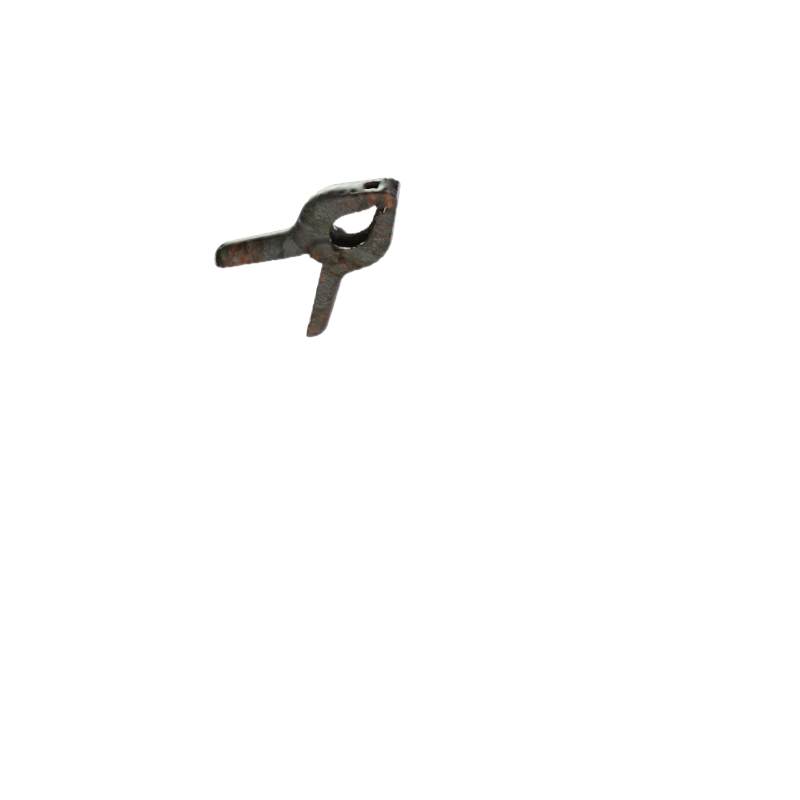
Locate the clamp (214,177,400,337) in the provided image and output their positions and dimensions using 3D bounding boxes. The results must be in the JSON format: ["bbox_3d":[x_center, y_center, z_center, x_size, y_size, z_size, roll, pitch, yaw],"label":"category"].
[{"bbox_3d":[-0.073,-0.132,0.928,0.115,0.042,0.167,29,-56,-22],"label":"clamp"}]
